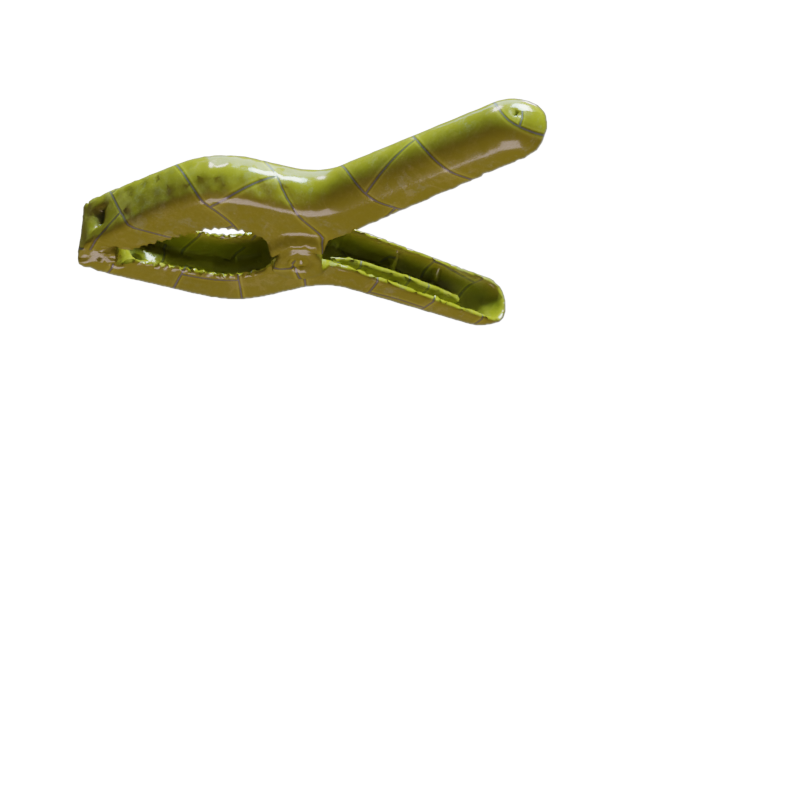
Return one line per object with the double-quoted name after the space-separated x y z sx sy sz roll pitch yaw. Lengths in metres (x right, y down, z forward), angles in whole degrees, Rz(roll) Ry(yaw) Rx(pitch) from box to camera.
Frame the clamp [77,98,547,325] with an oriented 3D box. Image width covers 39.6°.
-0.040 -0.073 0.513 0.212 0.039 0.153 -3 -27 7 "clamp"
